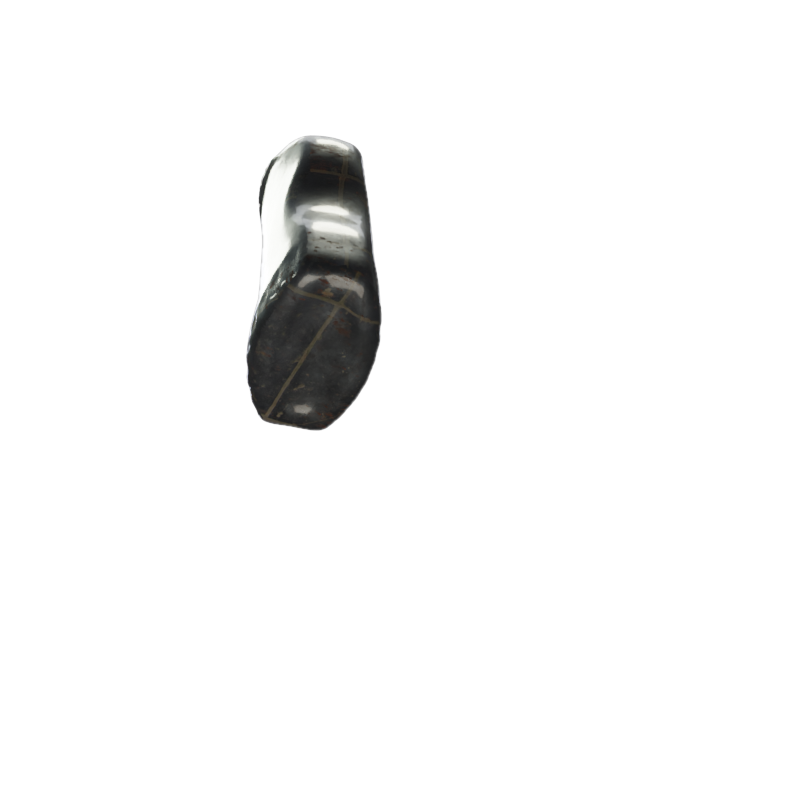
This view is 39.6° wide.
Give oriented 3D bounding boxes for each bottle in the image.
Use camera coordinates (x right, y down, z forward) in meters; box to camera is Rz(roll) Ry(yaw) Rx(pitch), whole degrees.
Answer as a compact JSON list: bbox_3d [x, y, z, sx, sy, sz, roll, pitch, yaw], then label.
[{"bbox_3d":[-0.045,-0.082,0.572,0.057,0.091,0.205,9,37,-11],"label":"bottle"}]
